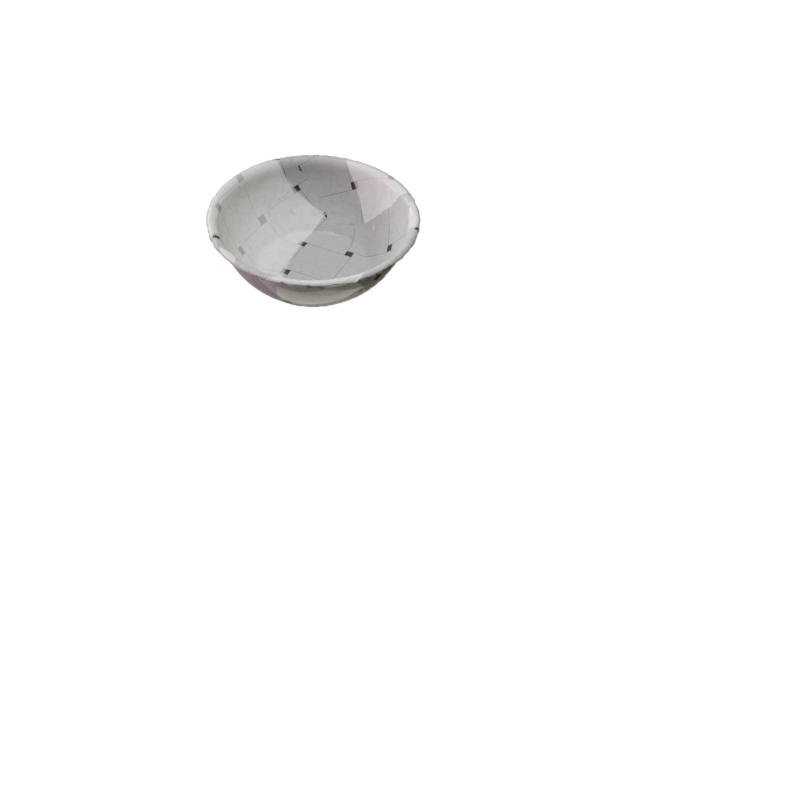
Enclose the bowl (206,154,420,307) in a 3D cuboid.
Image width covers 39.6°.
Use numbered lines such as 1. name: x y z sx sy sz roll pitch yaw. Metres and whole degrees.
1. bowl: -0.067 -0.122 0.853 0.162 0.051 0.174 -1 44 -1
